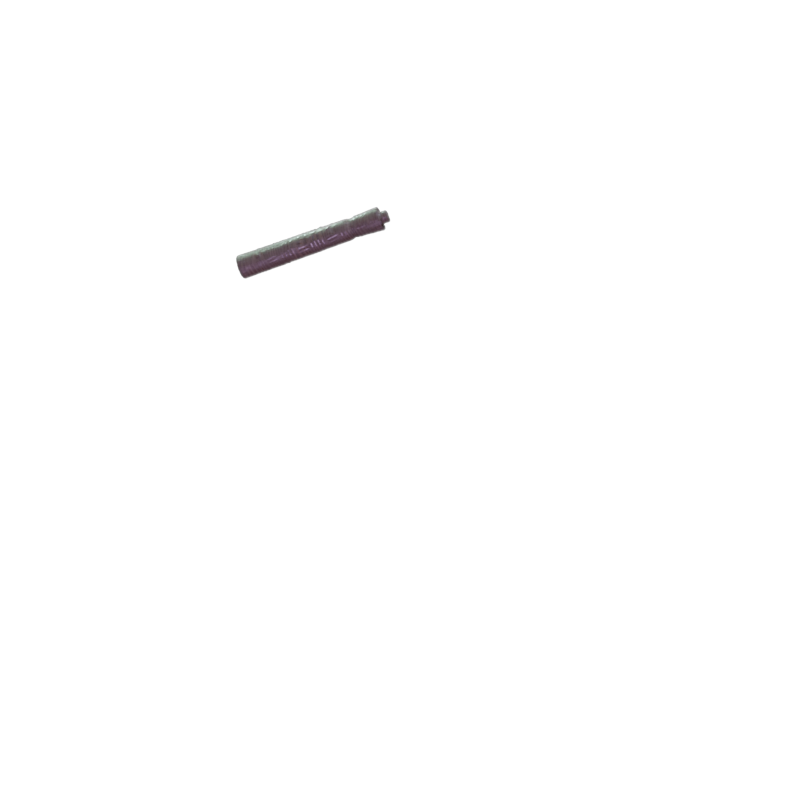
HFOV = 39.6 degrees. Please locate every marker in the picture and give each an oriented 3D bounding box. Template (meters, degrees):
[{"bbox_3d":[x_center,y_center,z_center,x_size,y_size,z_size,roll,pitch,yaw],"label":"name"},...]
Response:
[{"bbox_3d":[-0.066,-0.120,0.842,0.121,0.020,0.020,-18,1,11],"label":"marker"}]
